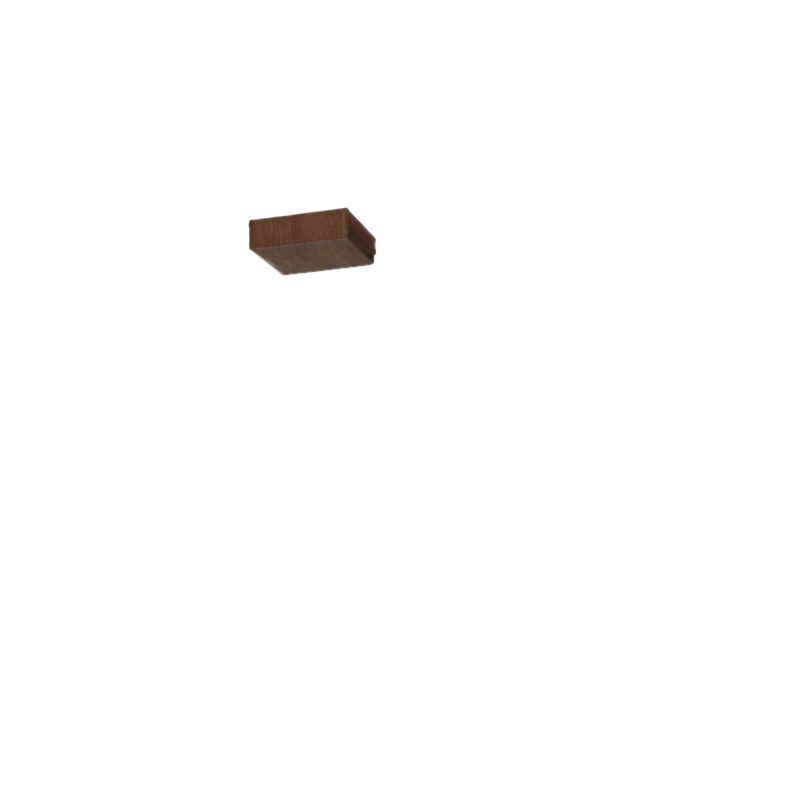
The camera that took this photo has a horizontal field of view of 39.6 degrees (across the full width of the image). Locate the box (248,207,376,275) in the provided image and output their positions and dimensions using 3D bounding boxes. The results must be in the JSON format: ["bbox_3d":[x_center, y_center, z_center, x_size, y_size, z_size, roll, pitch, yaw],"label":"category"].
[{"bbox_3d":[-0.073,-0.133,0.933,0.091,0.031,0.069,-5,-14,19],"label":"box"}]
